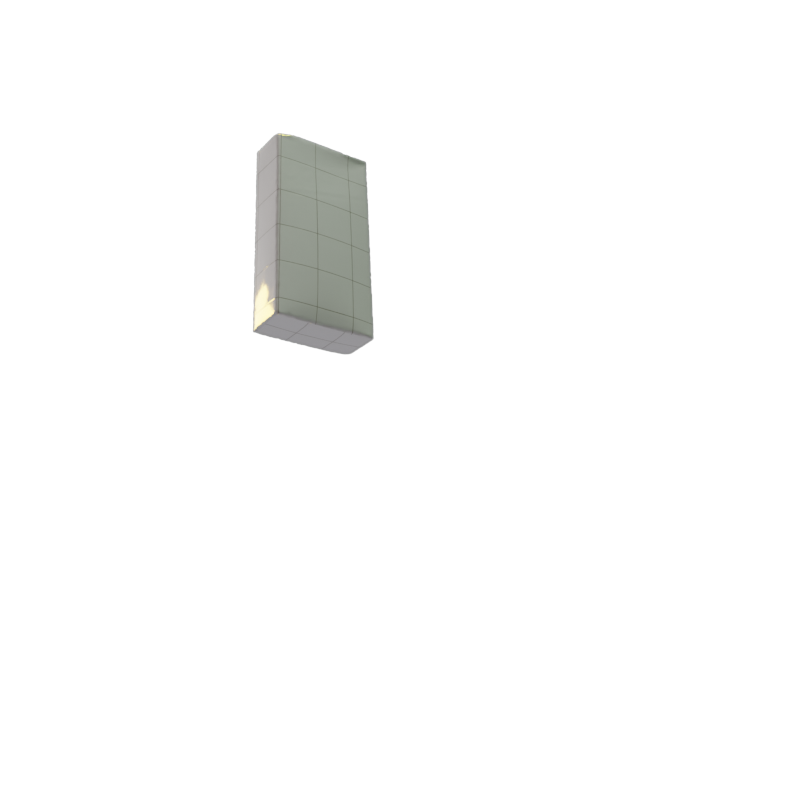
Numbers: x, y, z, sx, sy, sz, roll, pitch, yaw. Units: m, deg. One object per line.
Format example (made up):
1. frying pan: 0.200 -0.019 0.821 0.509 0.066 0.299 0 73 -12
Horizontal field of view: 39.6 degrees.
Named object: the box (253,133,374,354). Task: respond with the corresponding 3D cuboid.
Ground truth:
1. box: -0.072 -0.131 0.919 0.089 0.187 0.047 14 -32 -29
